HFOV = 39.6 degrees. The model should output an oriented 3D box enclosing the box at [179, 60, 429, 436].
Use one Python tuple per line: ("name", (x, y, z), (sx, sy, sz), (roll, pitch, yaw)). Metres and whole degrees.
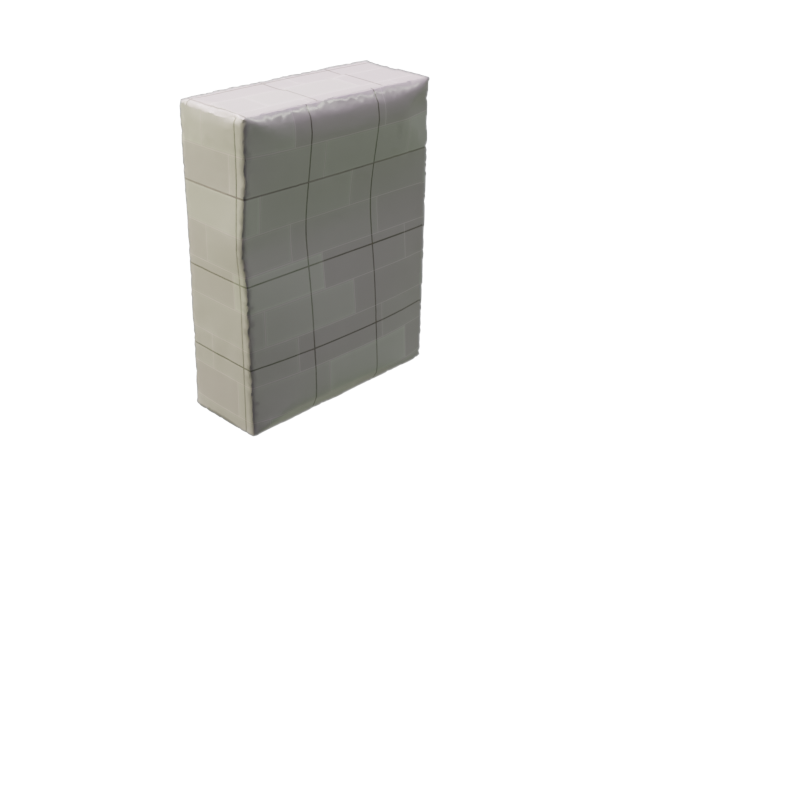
("box", (-0.058, -0.106, 0.742), (0.076, 0.203, 0.162), (23, 33, 39))
